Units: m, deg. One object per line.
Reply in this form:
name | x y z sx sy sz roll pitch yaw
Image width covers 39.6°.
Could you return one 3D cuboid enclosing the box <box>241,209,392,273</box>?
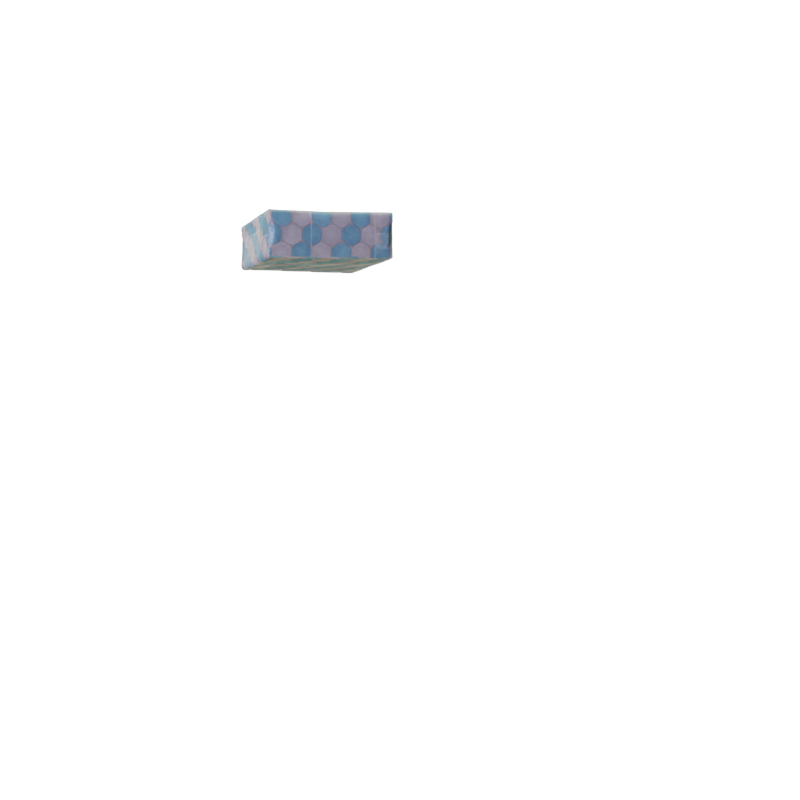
box | -0.052 -0.094 0.660 0.072 0.030 0.090 0 1 -16
